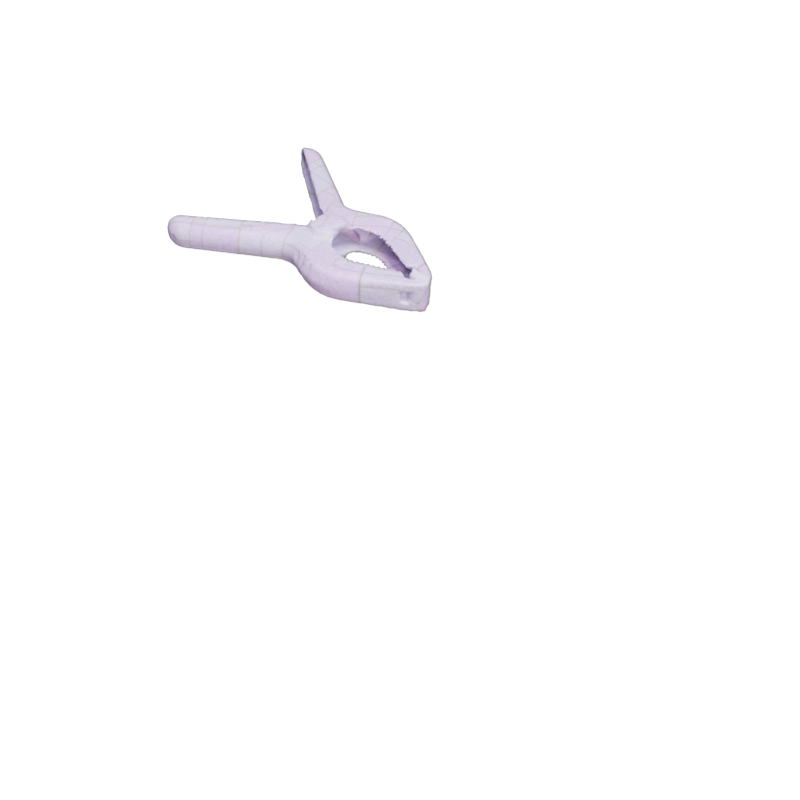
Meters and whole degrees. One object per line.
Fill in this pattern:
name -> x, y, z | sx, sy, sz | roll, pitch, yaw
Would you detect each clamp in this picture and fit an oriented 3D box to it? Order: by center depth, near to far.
clamp -> -0.068, -0.124, 0.866 | 0.164, 0.034, 0.225 | -30, 50, -30
